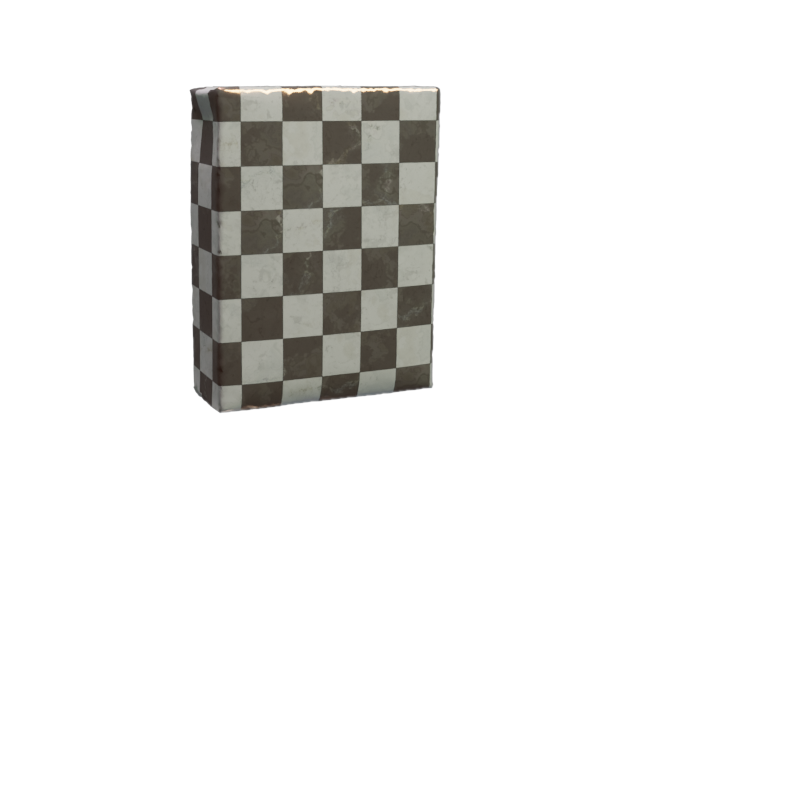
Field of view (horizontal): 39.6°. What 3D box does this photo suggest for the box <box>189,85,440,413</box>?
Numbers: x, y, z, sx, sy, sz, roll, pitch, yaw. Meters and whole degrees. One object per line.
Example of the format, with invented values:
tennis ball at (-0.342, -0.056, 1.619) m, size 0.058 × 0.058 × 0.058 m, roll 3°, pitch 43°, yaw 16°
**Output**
box at (-0.060, -0.110, 0.767) m, size 0.160 × 0.209 × 0.075 m, roll -5°, pitch 10°, yaw -25°
